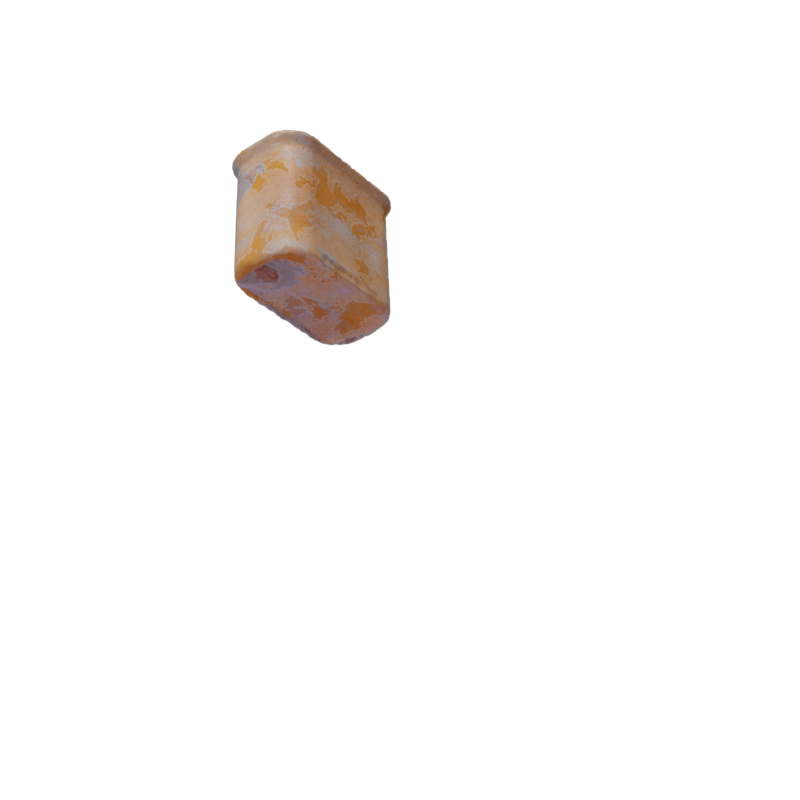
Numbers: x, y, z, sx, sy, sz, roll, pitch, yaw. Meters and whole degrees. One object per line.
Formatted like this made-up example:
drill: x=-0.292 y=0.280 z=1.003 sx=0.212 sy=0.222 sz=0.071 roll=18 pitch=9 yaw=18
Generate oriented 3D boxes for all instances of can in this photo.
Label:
can: x=-0.050 y=-0.090 z=0.633 sx=0.058 sy=0.090 sz=0.095 roll=-25 pitch=-40 yaw=31
